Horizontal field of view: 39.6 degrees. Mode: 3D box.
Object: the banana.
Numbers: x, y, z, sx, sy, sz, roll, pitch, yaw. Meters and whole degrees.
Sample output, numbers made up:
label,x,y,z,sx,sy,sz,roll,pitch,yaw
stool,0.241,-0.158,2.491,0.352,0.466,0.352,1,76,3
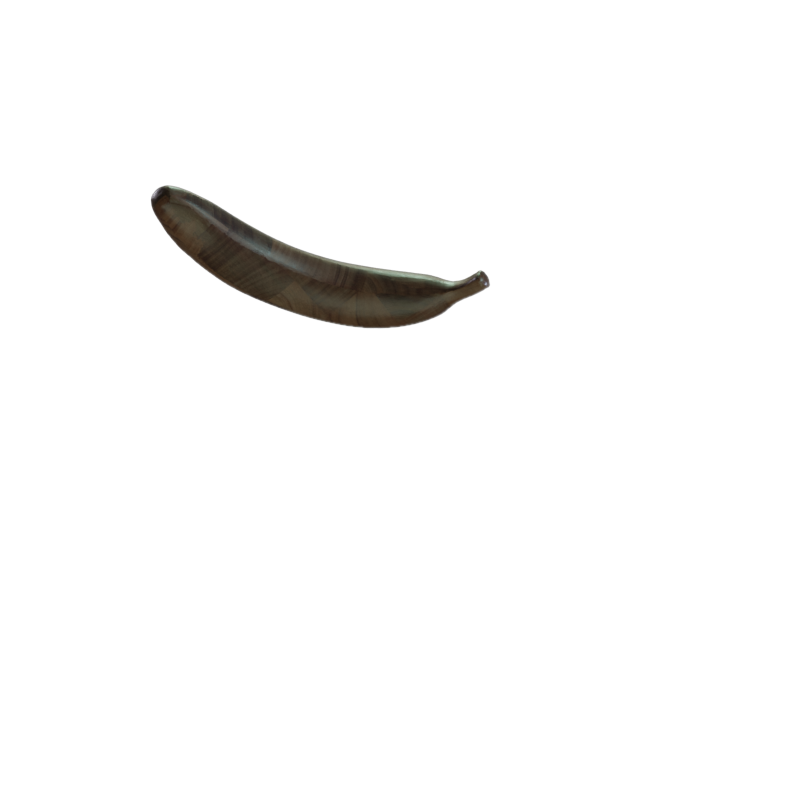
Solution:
label,x,y,z,sx,sy,sz,roll,pitch,yaw
banana,-0.052,-0.078,0.644,0.193,0.039,0.066,12,-48,-12
